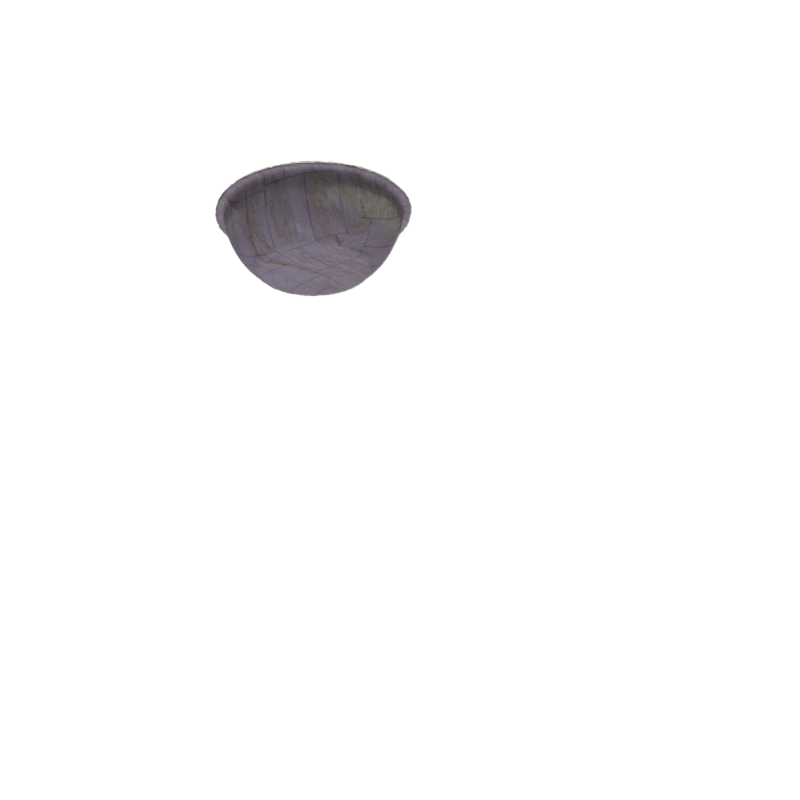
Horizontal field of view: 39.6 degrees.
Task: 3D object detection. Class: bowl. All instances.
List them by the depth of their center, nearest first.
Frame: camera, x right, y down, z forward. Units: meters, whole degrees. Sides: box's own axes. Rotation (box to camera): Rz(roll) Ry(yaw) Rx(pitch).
[{"bbox_3d":[-0.071,-0.129,0.901,0.162,0.058,0.153,1,-23,-2],"label":"bowl"}]
